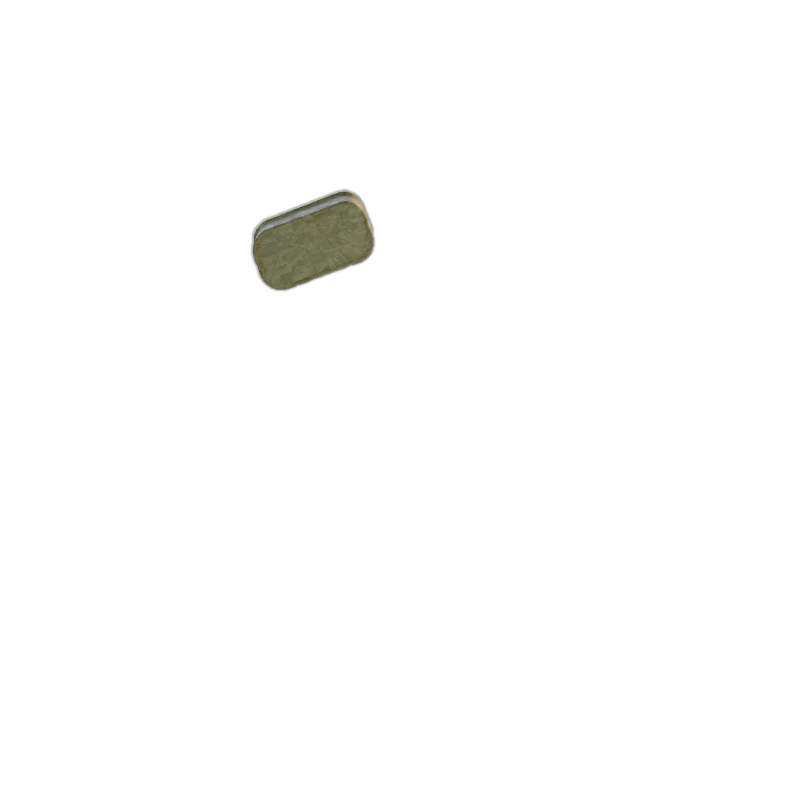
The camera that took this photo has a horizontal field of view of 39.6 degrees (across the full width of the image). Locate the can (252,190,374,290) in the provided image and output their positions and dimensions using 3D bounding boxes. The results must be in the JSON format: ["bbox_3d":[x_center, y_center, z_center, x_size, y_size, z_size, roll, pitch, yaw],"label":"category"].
[{"bbox_3d":[-0.072,-0.131,0.918,0.102,0.056,0.086,-21,12,2],"label":"can"}]
